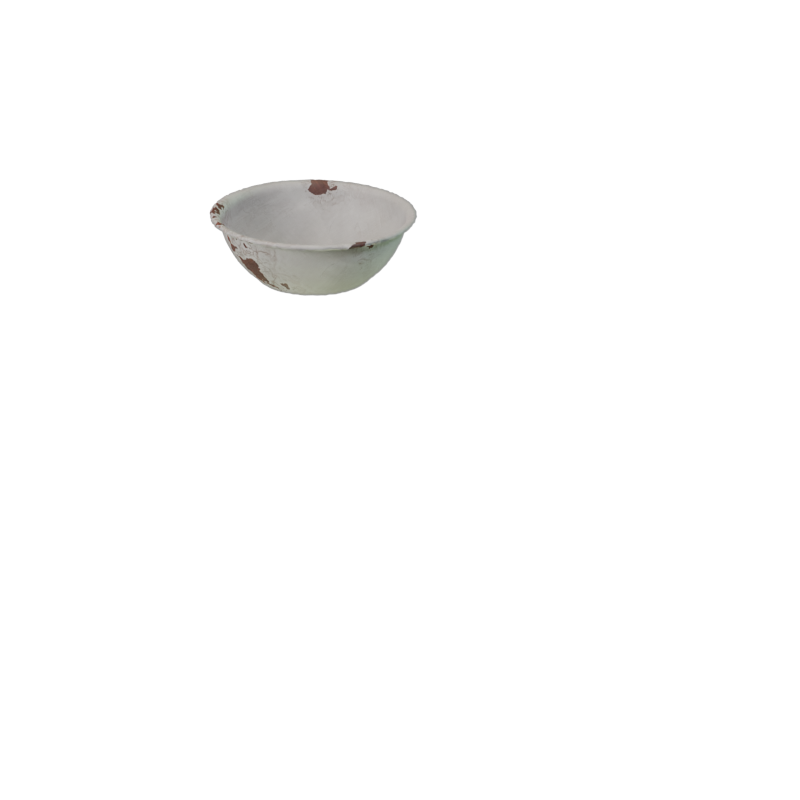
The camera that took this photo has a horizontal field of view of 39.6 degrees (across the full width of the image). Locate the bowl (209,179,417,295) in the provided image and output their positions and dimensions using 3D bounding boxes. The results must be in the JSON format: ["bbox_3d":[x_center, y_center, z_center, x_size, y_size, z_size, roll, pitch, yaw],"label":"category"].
[{"bbox_3d":[-0.069,-0.125,0.875,0.162,0.052,0.171,-1,27,-2],"label":"bowl"}]
